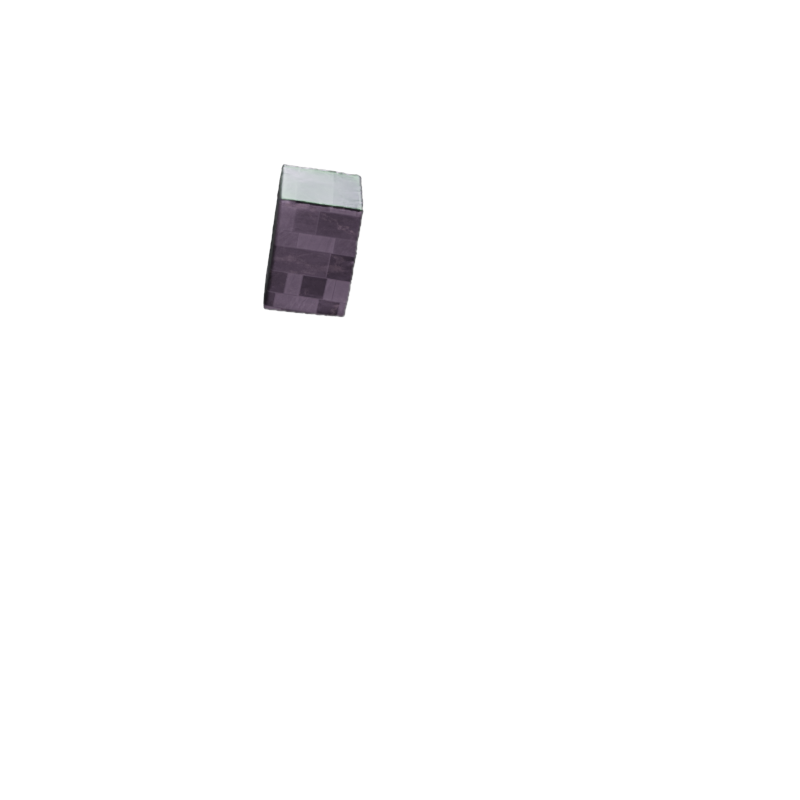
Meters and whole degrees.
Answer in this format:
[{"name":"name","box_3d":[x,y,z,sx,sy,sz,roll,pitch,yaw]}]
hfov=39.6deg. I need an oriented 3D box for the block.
[{"name":"block","box_3d":[-0.054,-0.099,0.693,0.052,0.074,0.054,8,30,-7]}]
